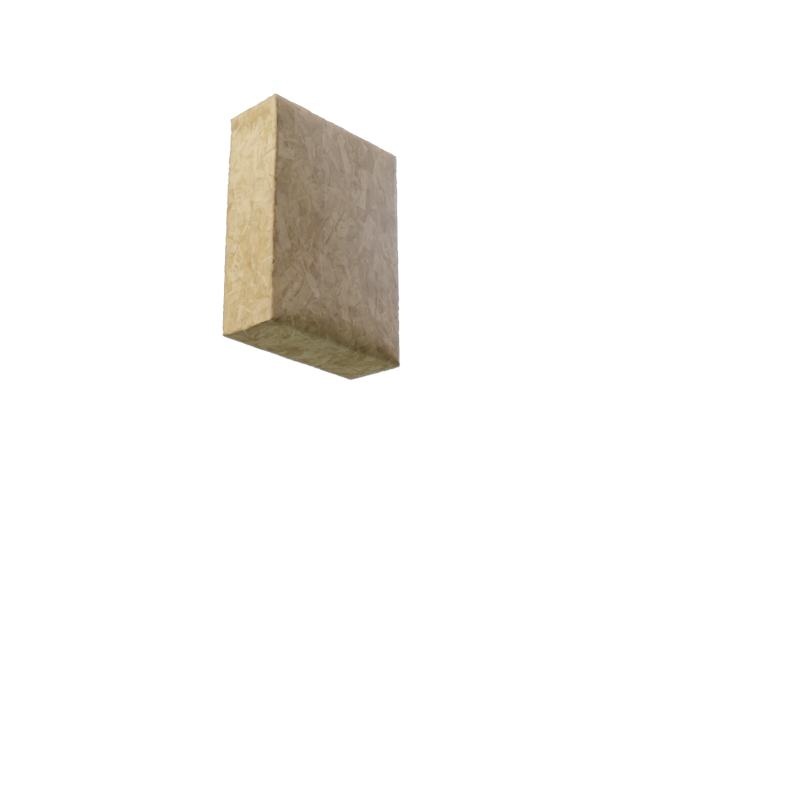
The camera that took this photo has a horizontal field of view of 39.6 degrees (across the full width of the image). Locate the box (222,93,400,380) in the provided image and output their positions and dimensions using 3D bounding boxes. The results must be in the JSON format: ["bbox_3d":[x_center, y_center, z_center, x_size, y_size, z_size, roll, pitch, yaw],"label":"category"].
[{"bbox_3d":[-0.078,-0.142,0.992,0.072,0.225,0.154,-21,-29,39],"label":"box"}]
